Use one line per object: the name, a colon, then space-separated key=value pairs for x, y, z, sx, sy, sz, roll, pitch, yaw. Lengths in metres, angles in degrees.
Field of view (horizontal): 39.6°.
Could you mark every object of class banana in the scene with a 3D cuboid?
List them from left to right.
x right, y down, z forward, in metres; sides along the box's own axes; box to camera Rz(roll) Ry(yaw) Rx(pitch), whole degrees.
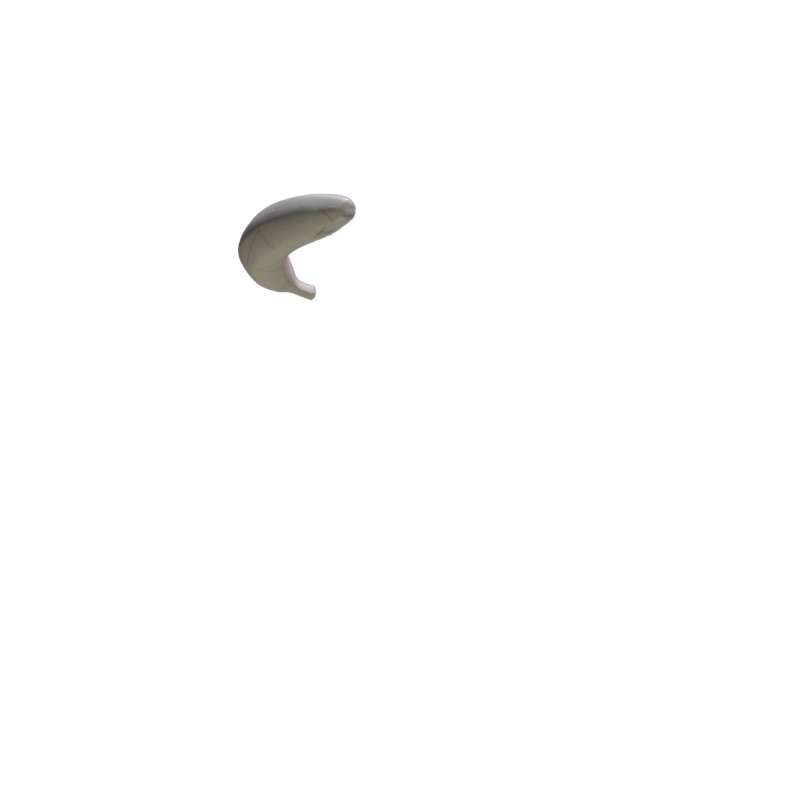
banana: x=-0.082 y=-0.115 z=0.811 sx=0.069 sy=0.038 sz=0.194 roll=2 pitch=-10 yaw=-12
